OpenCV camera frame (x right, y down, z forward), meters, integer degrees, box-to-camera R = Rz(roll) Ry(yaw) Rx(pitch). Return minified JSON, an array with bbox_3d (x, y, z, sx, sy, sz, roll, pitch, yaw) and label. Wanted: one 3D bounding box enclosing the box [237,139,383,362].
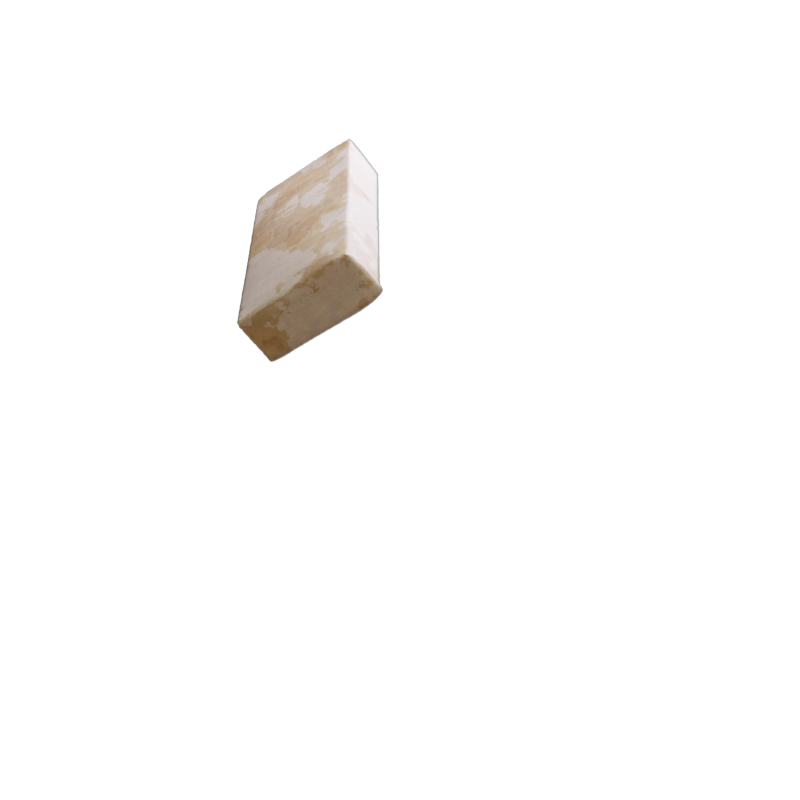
[{"bbox_3d":[-0.062,-0.112,0.784,0.093,0.045,0.188,-30,33,17],"label":"box"}]
